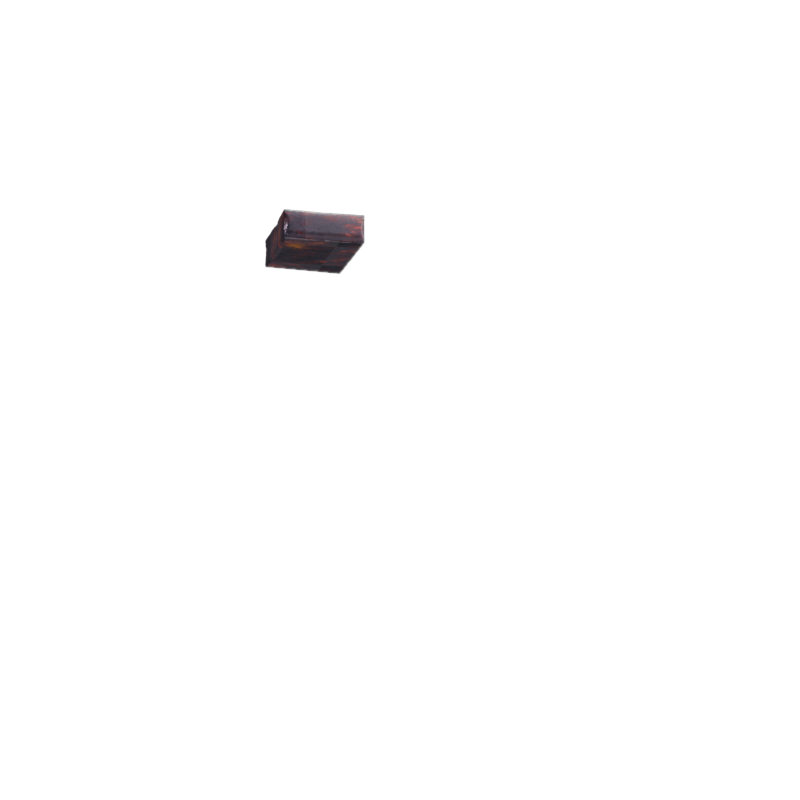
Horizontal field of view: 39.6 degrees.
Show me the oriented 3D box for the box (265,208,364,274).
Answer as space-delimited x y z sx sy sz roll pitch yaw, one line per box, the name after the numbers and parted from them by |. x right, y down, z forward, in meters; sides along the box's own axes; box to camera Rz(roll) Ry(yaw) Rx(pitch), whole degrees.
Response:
-0.078 -0.143 0.999 0.072 0.031 0.088 3 -13 -15 | box
